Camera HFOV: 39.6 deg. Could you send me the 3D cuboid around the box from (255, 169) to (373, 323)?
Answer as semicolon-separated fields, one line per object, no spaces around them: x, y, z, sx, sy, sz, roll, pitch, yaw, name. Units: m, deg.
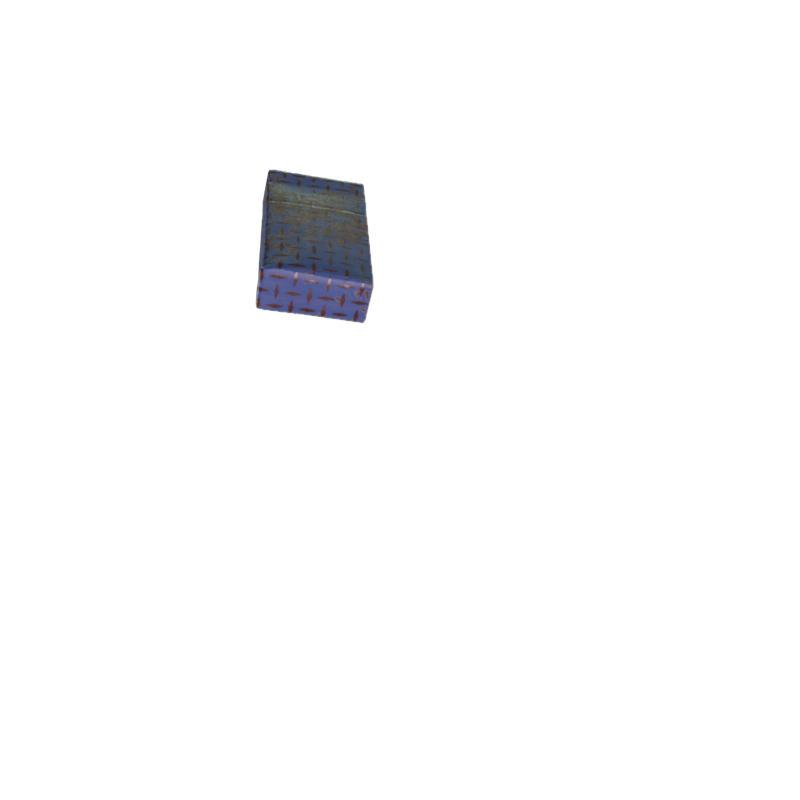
-0.075;-0.137;0.962;0.092;0.045;0.188;7;33;-8;box
